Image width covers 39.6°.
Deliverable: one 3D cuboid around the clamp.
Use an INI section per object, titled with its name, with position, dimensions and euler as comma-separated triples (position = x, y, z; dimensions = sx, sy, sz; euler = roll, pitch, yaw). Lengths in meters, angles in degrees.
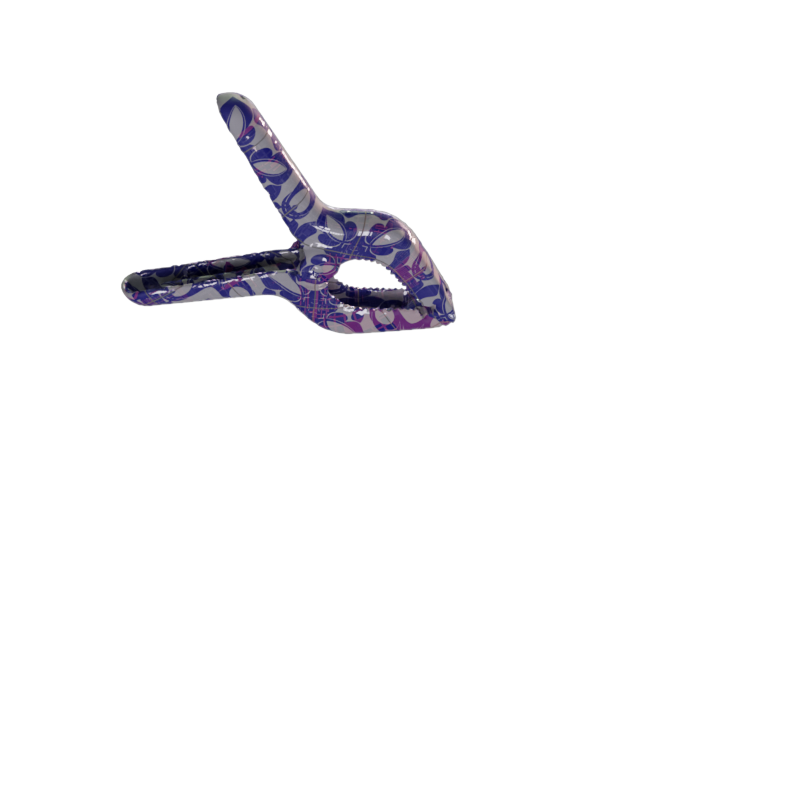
[clamp]
position = -0.054, -0.099, 0.696
dimensions = 0.205, 0.157, 0.039
euler = 16, 39, -13
